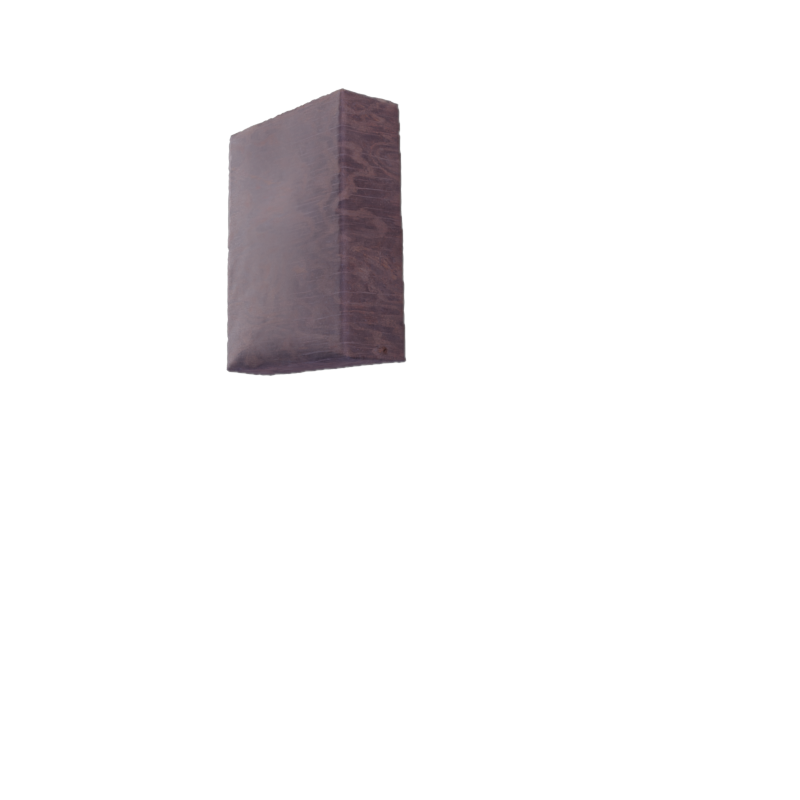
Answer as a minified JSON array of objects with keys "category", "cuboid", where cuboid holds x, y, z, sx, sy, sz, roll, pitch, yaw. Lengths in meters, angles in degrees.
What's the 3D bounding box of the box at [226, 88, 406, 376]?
[{"category":"box","cuboid":[-0.073,-0.132,0.926,0.068,0.219,0.168,8,-12,-40]}]
